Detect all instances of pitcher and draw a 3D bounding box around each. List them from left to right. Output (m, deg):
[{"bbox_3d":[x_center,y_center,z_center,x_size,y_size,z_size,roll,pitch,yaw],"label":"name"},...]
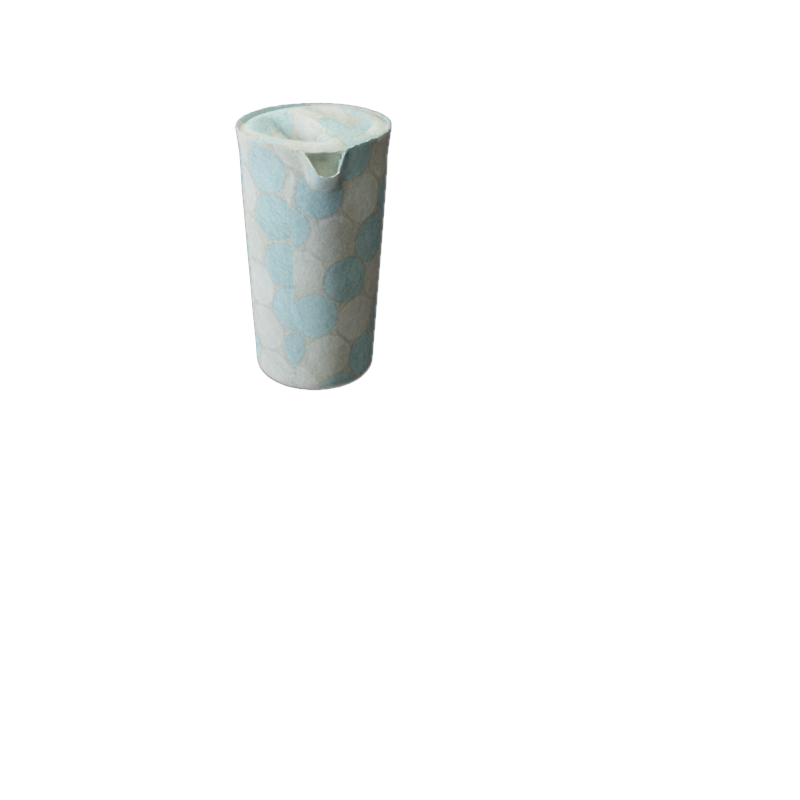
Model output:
[{"bbox_3d":[-0.078,-0.143,0.998,0.152,0.230,0.150,17,30,29],"label":"pitcher"}]
